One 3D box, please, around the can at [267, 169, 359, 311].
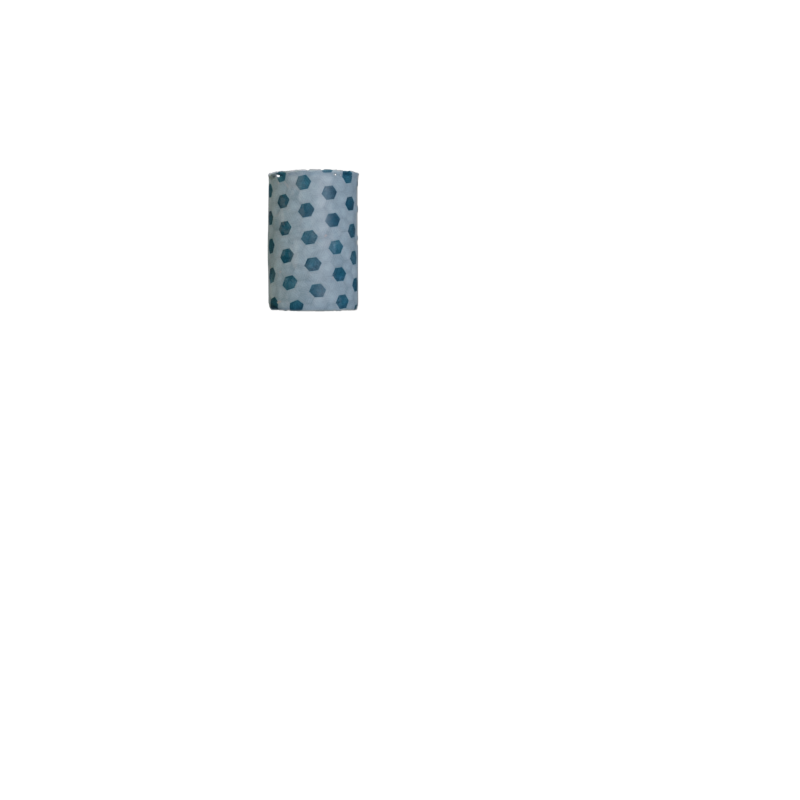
[{"bbox_3d":[-0.065,-0.118,0.825,0.068,0.103,0.069,0,0,-2],"label":"can"}]
